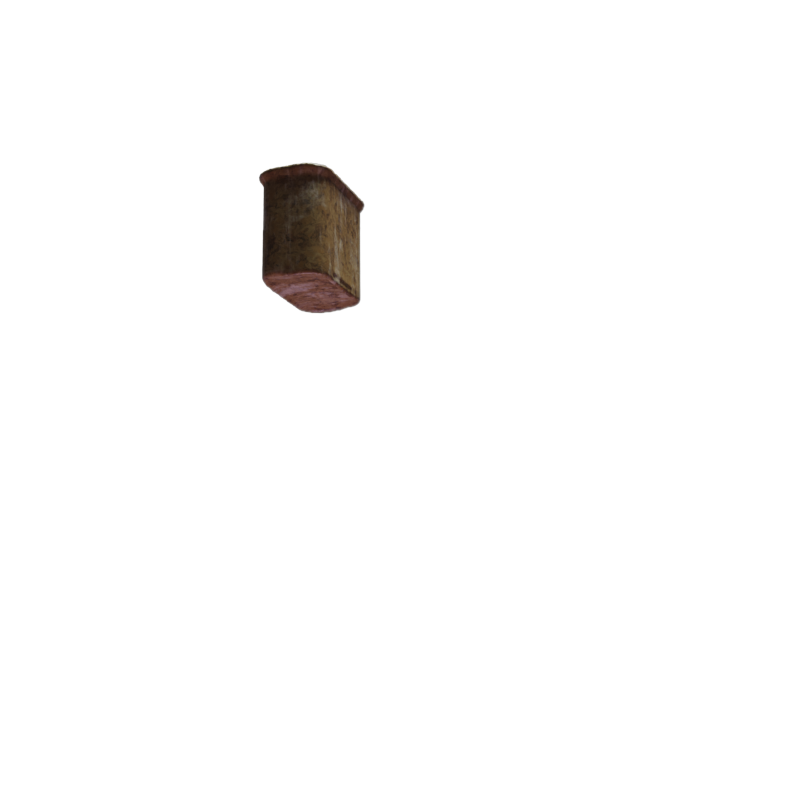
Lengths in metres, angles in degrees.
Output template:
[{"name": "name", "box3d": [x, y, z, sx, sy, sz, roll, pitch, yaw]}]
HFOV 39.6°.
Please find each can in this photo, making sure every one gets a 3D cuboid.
[{"name": "can", "box3d": [-0.065, -0.119, 0.834, 0.058, 0.087, 0.096, -7, -17, 19]}]
